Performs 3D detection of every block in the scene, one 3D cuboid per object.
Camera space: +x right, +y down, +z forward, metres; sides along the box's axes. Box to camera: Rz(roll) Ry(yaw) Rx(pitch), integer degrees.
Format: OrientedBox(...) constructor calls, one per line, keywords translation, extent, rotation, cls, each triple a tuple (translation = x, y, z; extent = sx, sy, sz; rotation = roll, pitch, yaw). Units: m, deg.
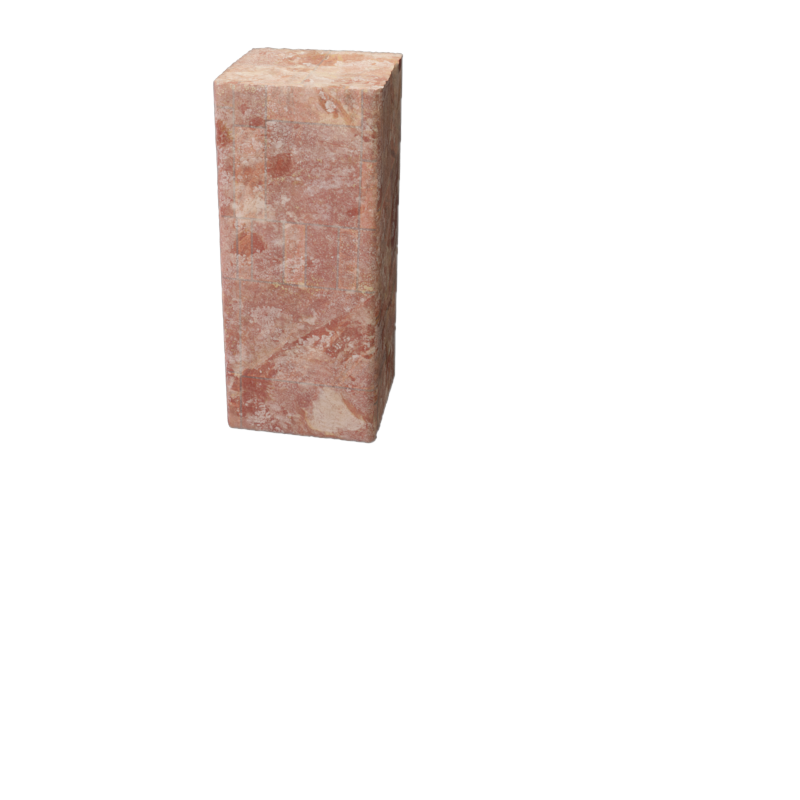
OrientedBox(translation=(-0.050, -0.091, 0.638), extent=(0.092, 0.196, 0.094), rotation=(5, 24, 8), cls="block")
